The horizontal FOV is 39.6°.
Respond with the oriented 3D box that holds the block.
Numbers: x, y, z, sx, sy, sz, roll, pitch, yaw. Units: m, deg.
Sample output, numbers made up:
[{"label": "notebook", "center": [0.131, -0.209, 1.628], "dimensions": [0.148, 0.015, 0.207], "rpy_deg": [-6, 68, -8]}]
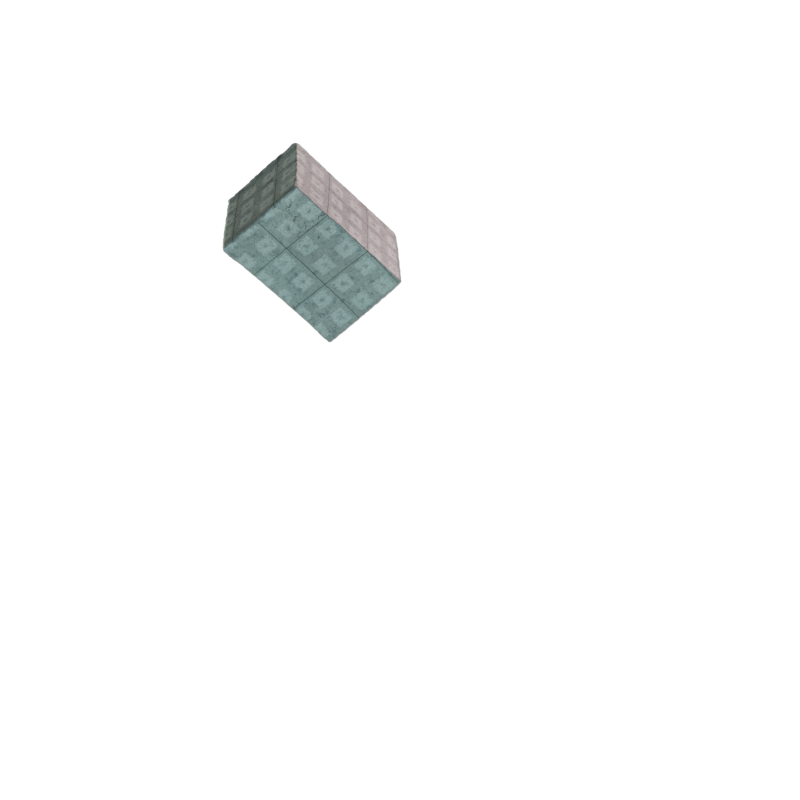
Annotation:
[{"label": "block", "center": [-0.044, -0.081, 0.565], "dimensions": [0.052, 0.074, 0.055], "rpy_deg": [-38, 26, 21]}]
